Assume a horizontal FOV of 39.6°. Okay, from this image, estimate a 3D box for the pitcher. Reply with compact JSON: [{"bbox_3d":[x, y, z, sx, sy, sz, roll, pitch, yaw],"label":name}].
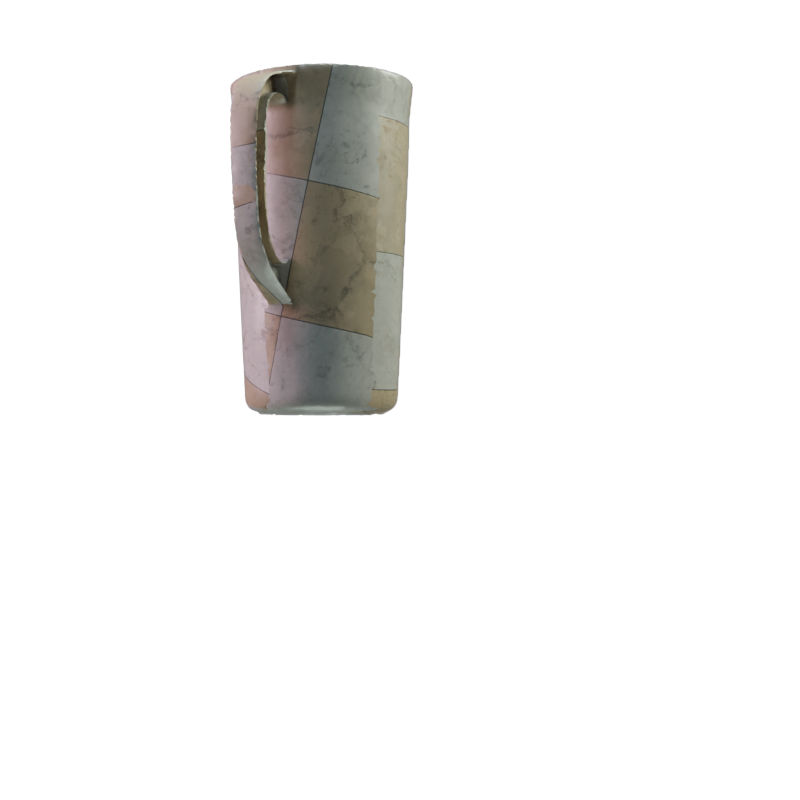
[{"bbox_3d":[-0.062,-0.112,0.788,0.145,0.247,0.146,2,-6,-19],"label":"pitcher"}]
